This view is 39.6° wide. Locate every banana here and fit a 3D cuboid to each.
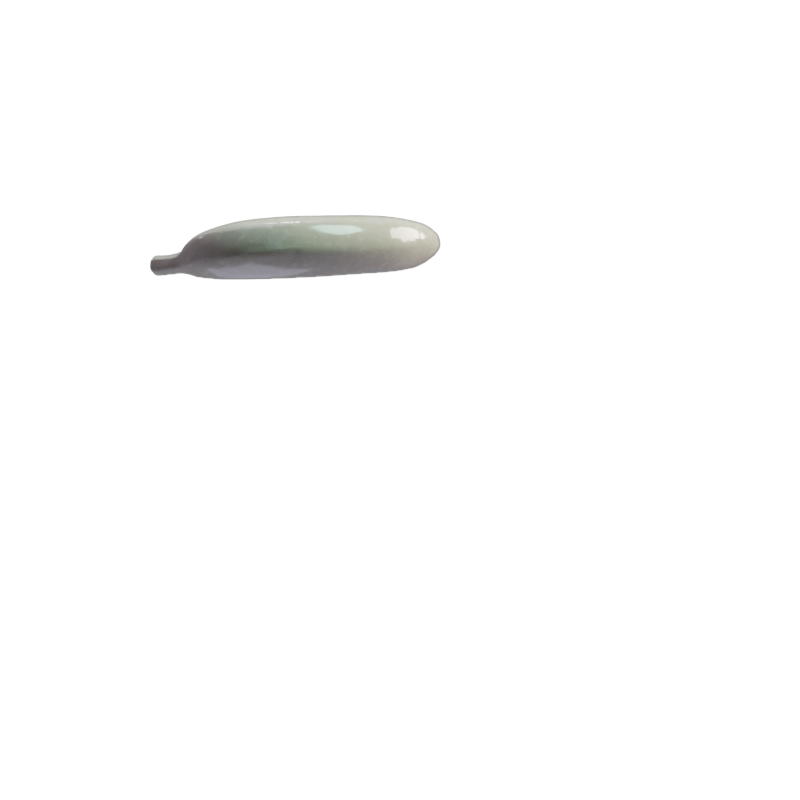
[{"bbox_3d":[-0.049,-0.096,0.679,0.193,0.036,0.073,-6,12,-25],"label":"banana"}]
